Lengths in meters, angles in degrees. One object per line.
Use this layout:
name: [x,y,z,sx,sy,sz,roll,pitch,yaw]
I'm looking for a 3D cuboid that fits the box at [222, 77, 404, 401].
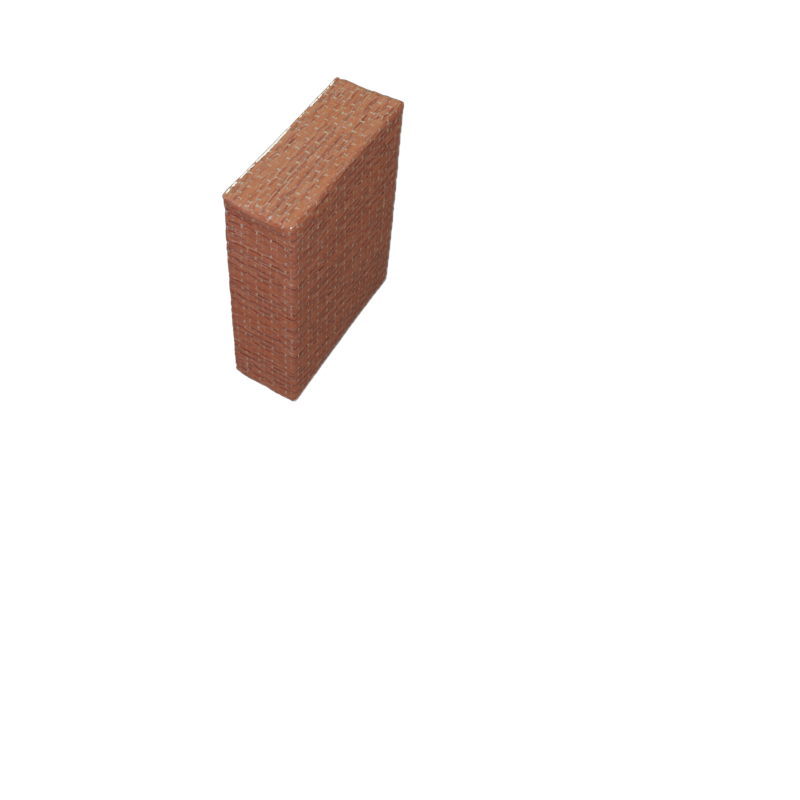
box: [-0.071,-0.129,0.901,0.075,0.169,0.199,25,-36,15]
